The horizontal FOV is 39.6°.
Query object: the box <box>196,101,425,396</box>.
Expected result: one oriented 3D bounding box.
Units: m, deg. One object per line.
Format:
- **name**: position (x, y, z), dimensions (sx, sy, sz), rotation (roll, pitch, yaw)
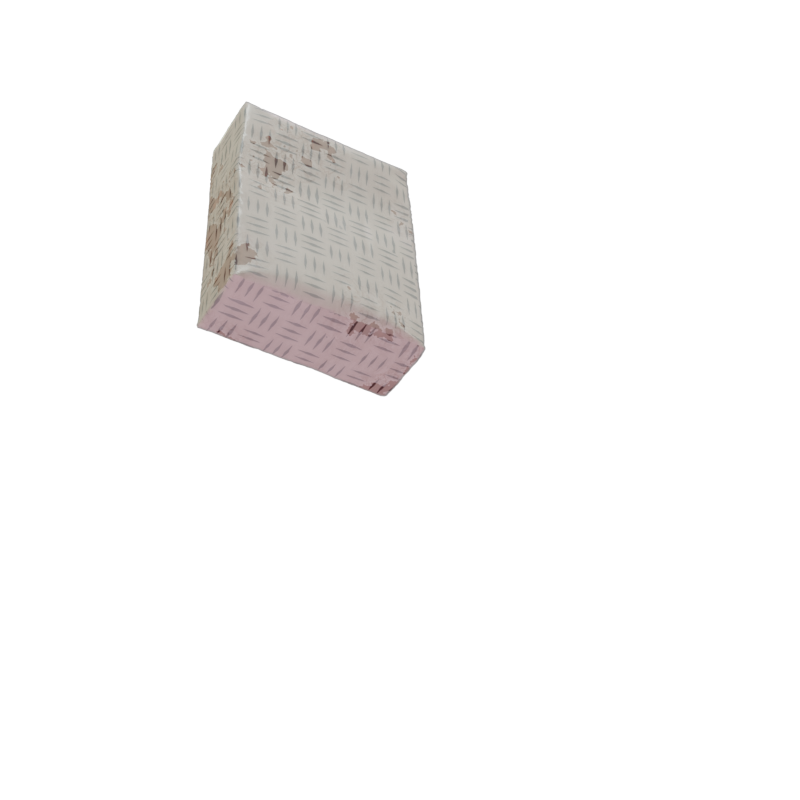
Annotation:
- **box**: position (-0.069, -0.126, 0.883), dimensions (0.157, 0.230, 0.070), rotation (20, -48, -22)
